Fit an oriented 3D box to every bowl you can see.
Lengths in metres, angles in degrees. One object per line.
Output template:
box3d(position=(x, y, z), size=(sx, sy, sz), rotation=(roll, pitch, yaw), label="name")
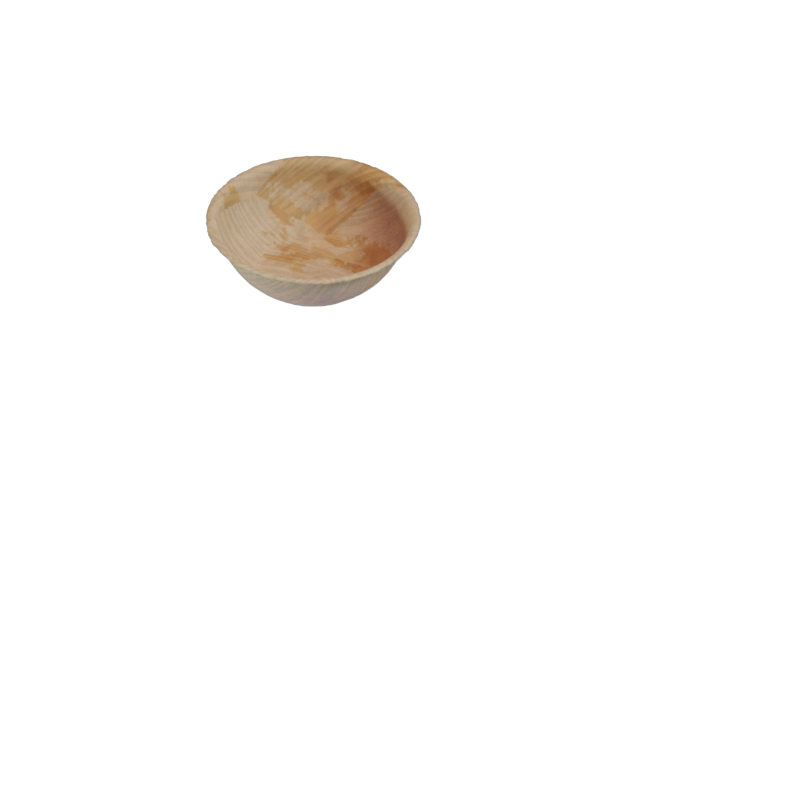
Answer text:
box3d(position=(-0.066, -0.121, 0.849), size=(0.162, 0.051, 0.174), rotation=(-1, 42, -2), label="bowl")
